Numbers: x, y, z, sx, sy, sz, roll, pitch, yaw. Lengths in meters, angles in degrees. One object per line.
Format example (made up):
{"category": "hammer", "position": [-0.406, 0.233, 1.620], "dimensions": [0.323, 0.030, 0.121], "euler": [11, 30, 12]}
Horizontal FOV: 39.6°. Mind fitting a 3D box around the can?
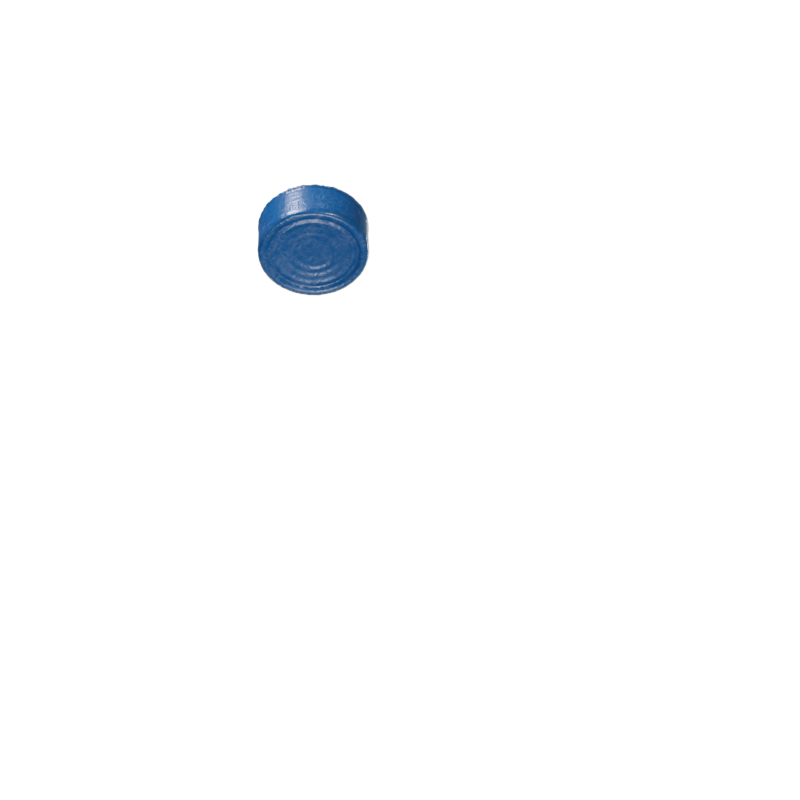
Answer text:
{"category": "can", "position": [-0.066, -0.121, 0.847], "dimensions": [0.086, 0.080, 0.036], "euler": [1, 44, -1]}
